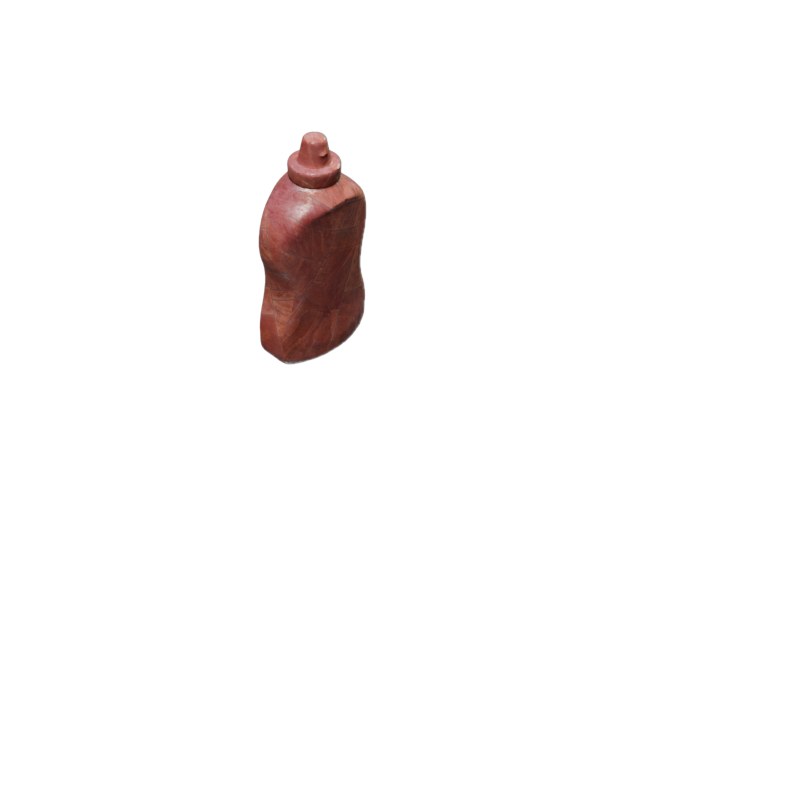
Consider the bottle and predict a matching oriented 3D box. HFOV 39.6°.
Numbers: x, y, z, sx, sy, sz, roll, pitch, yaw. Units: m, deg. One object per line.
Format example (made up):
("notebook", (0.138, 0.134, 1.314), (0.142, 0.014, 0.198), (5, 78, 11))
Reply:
("bottle", (-0.068, -0.124, 0.873), (0.096, 0.179, 0.062), (-31, 50, -34))
